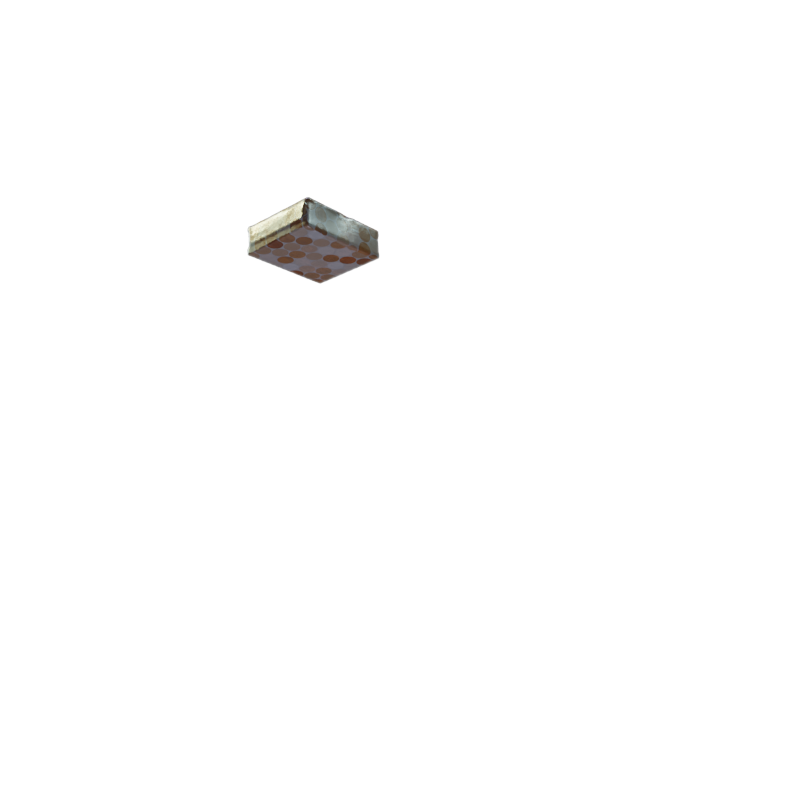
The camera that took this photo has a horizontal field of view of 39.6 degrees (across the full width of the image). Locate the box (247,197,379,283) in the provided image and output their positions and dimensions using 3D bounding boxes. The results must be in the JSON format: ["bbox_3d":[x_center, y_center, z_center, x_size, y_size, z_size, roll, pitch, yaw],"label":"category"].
[{"bbox_3d":[-0.074,-0.134,0.941,0.074,0.032,0.084,-20,-29,40],"label":"box"}]
